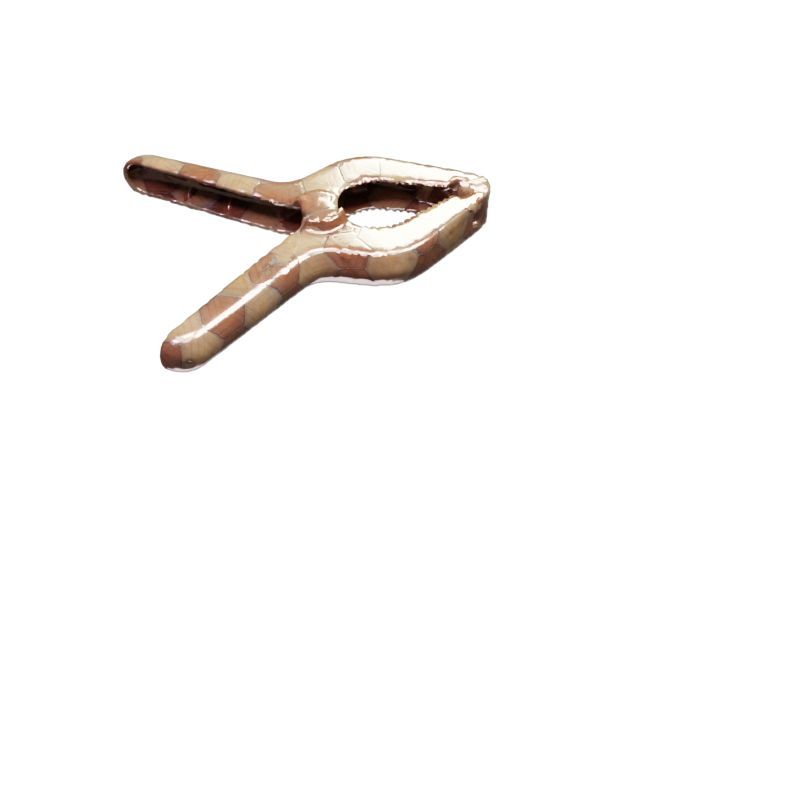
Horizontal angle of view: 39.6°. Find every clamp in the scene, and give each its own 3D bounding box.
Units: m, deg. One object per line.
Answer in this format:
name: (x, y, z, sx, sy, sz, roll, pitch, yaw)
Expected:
clamp: (-0.048, -0.088, 0.619, 0.208, 0.178, 0.034, -6, -42, -6)
